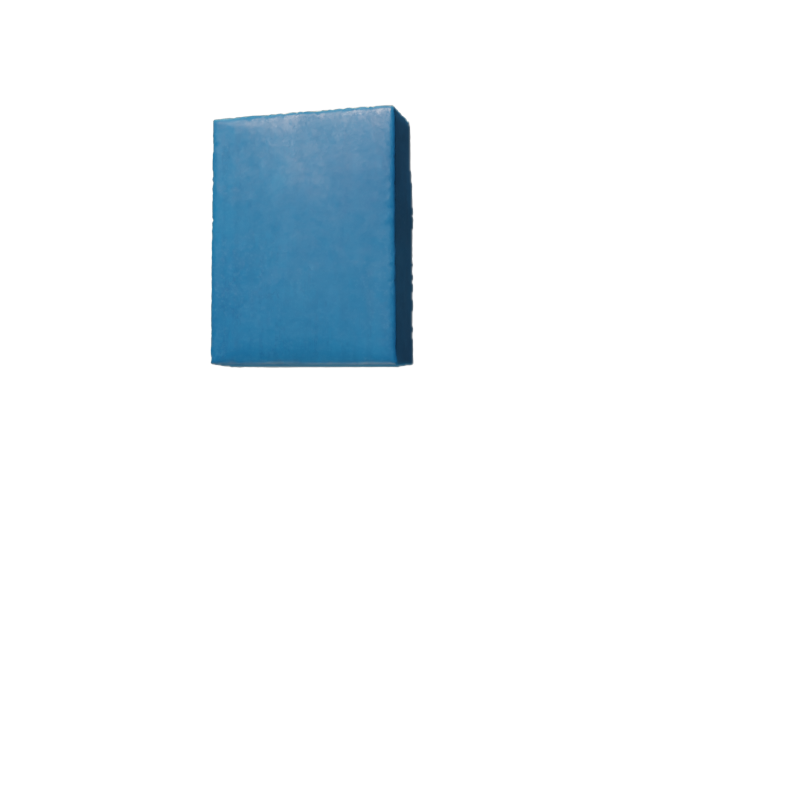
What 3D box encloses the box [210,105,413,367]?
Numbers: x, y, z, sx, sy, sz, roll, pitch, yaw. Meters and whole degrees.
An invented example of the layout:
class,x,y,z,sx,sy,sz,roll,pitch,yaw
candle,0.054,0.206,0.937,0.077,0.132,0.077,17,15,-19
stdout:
class,x,y,z,sx,sy,sz,roll,pitch,yaw
box,-0.074,-0.136,0.949,0.167,0.217,0.069,-2,-7,17
